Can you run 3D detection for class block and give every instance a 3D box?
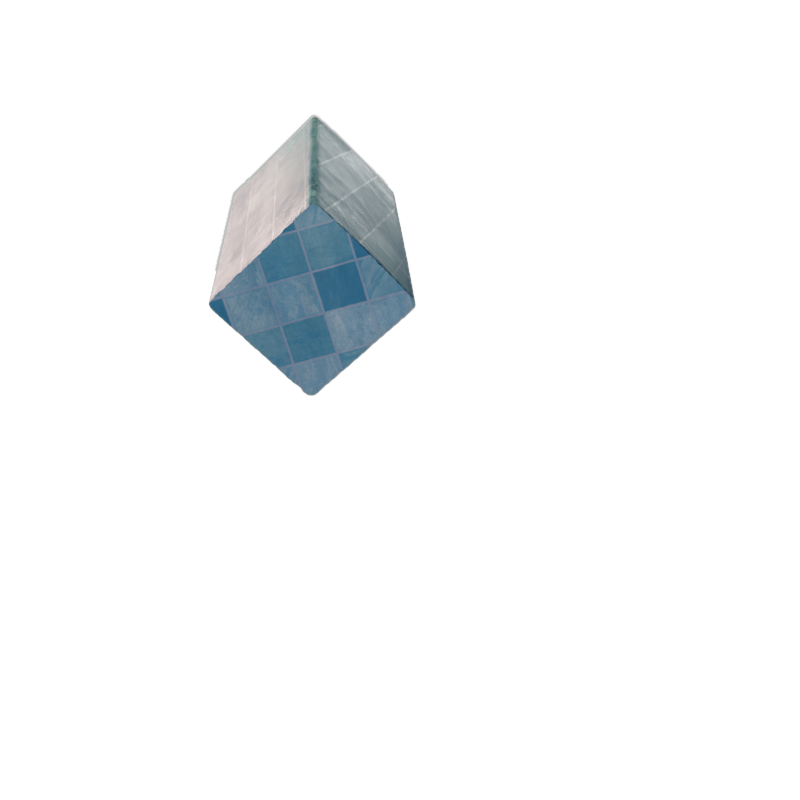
[{"bbox_3d":[-0.057,-0.105,0.739,0.086,0.090,0.217,43,17,-21],"label":"block"}]
